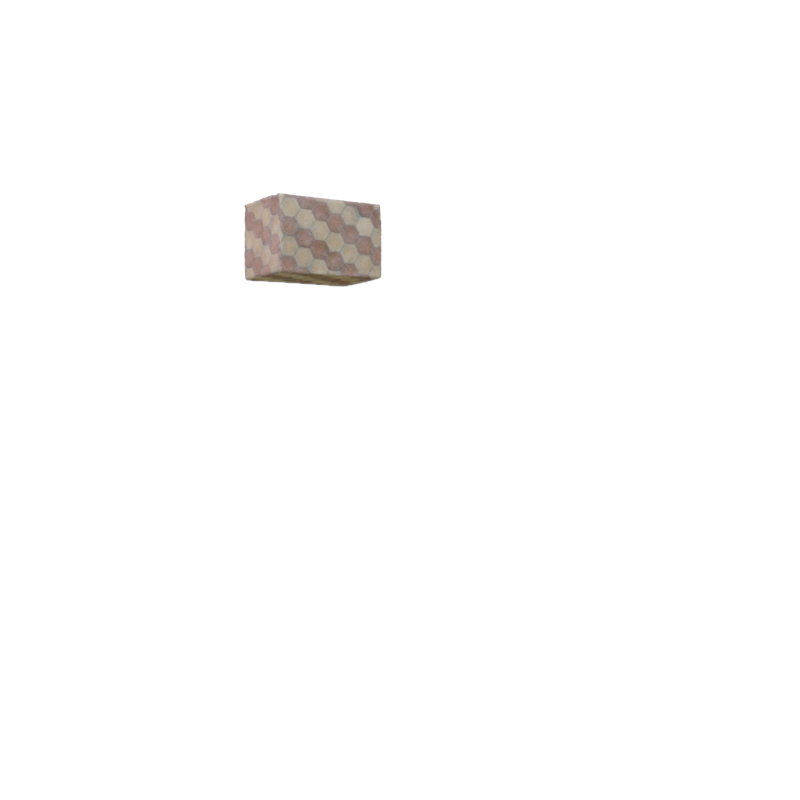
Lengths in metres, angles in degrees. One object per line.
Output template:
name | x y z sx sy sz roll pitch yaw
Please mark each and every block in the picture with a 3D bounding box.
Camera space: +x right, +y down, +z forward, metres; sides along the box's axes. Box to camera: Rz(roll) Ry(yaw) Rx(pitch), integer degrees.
block | -0.057 -0.105 0.733 0.075 0.052 0.054 2 -5 -32
